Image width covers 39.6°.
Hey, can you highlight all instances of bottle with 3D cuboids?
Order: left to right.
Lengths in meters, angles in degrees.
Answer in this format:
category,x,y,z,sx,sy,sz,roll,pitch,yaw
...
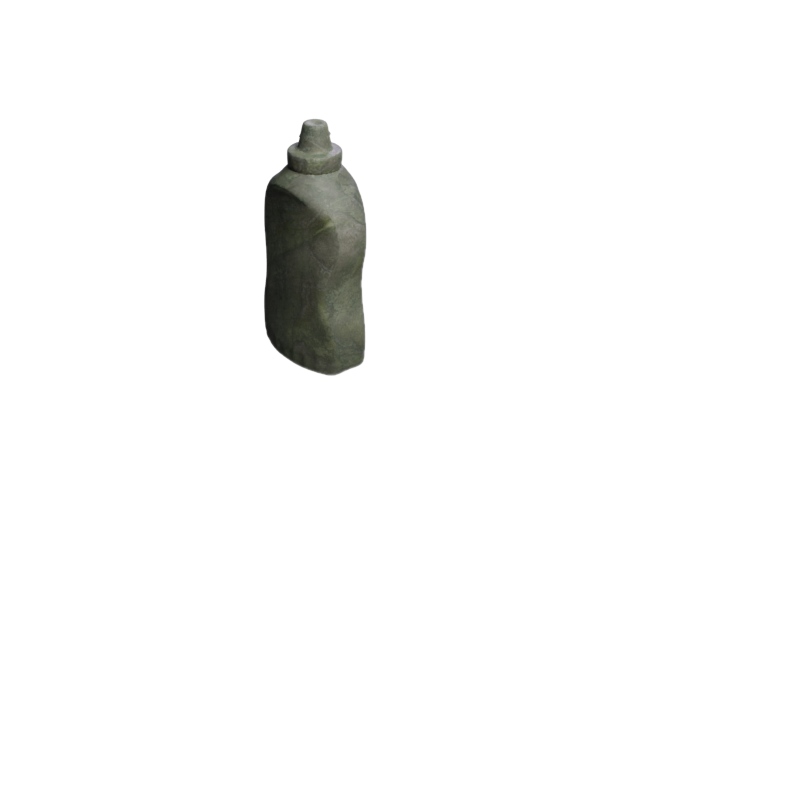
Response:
category,x,y,z,sx,sy,sz,roll,pitch,yaw
bottle,-0.066,-0.121,0.846,0.057,0.181,0.103,-18,34,-33
